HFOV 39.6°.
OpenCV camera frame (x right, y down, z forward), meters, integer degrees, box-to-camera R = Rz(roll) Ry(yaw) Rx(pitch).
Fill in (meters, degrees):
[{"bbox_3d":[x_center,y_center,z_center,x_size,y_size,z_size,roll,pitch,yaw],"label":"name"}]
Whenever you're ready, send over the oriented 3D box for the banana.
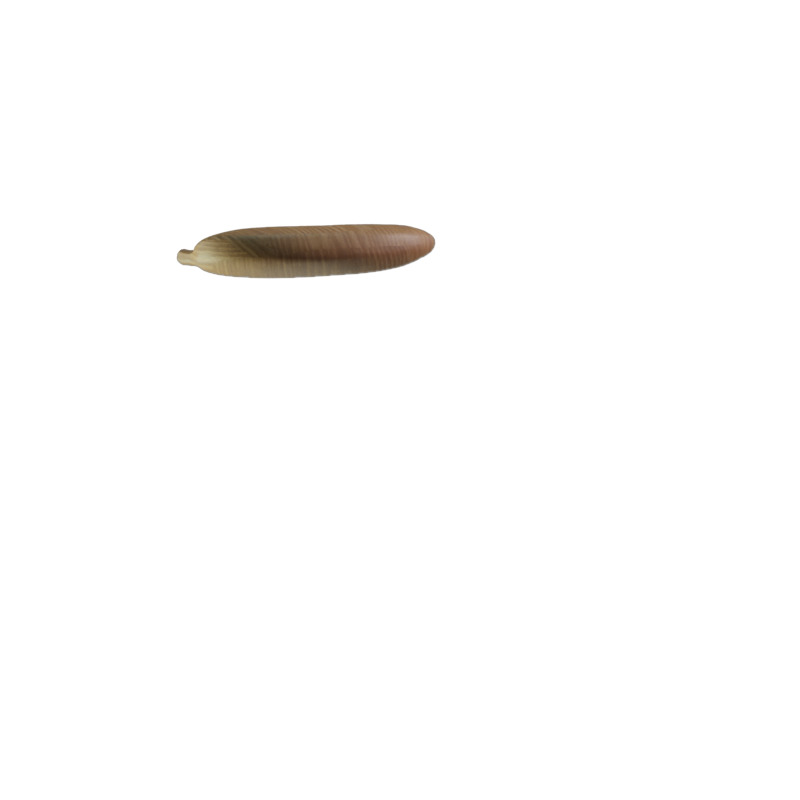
[{"bbox_3d":[-0.066,-0.113,0.818,0.196,0.035,0.073,-2,19,-6],"label":"banana"}]
